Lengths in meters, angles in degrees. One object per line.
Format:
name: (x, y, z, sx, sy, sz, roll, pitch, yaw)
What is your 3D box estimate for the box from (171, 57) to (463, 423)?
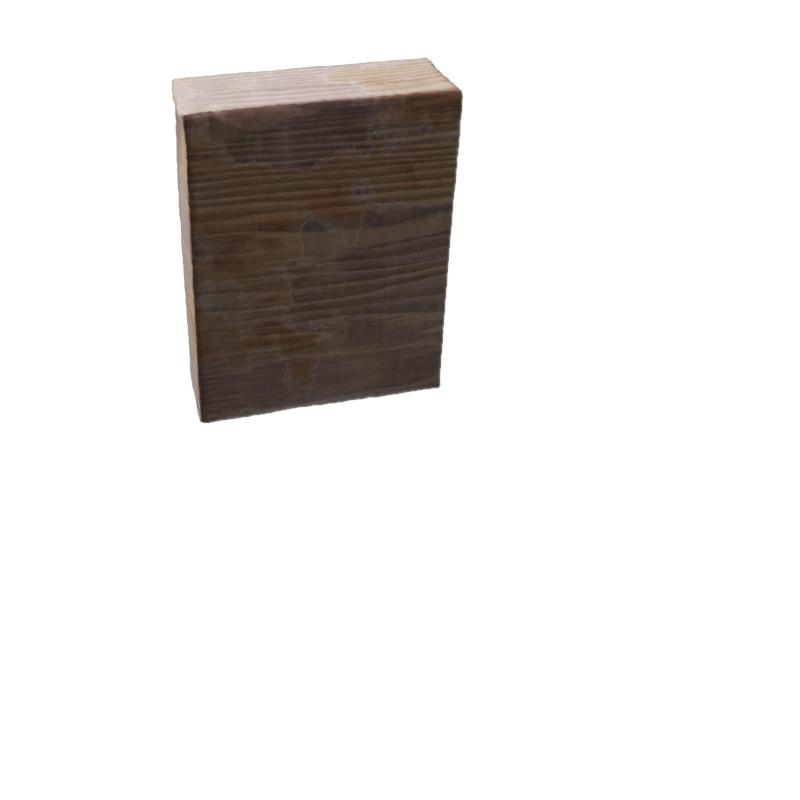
box: (-0.054, -0.099, 0.696, 0.162, 0.201, 0.077, -7, 32, -14)
